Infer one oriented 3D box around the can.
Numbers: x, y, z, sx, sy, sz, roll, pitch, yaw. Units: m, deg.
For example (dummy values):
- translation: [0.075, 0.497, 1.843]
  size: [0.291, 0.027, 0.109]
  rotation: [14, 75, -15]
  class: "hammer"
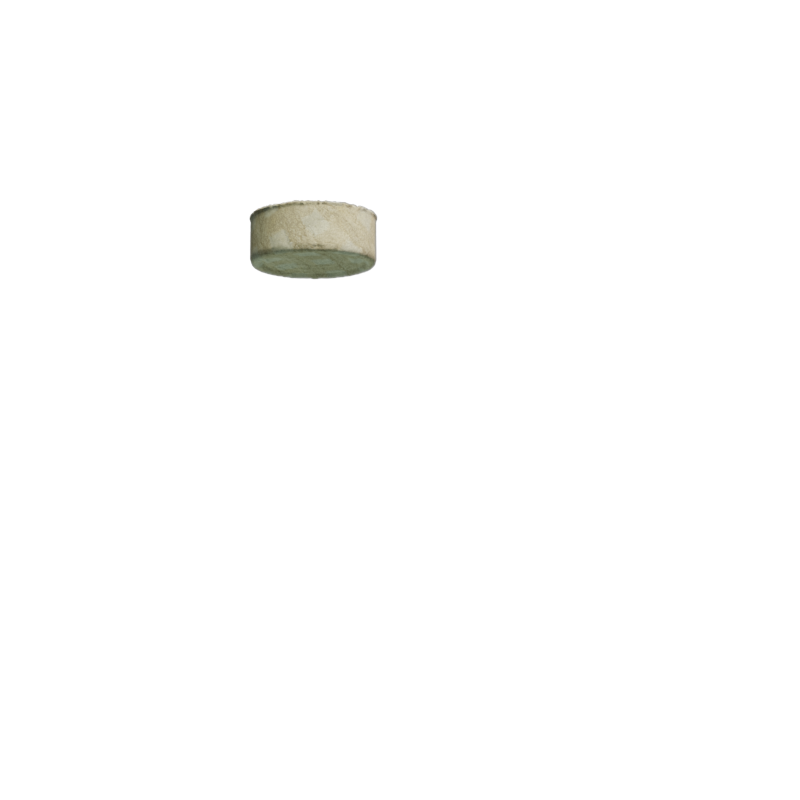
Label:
- translation: [-0.058, -0.106, 0.742]
  size: [0.086, 0.034, 0.084]
  rotation: [0, -8, -2]
  class: "can"
